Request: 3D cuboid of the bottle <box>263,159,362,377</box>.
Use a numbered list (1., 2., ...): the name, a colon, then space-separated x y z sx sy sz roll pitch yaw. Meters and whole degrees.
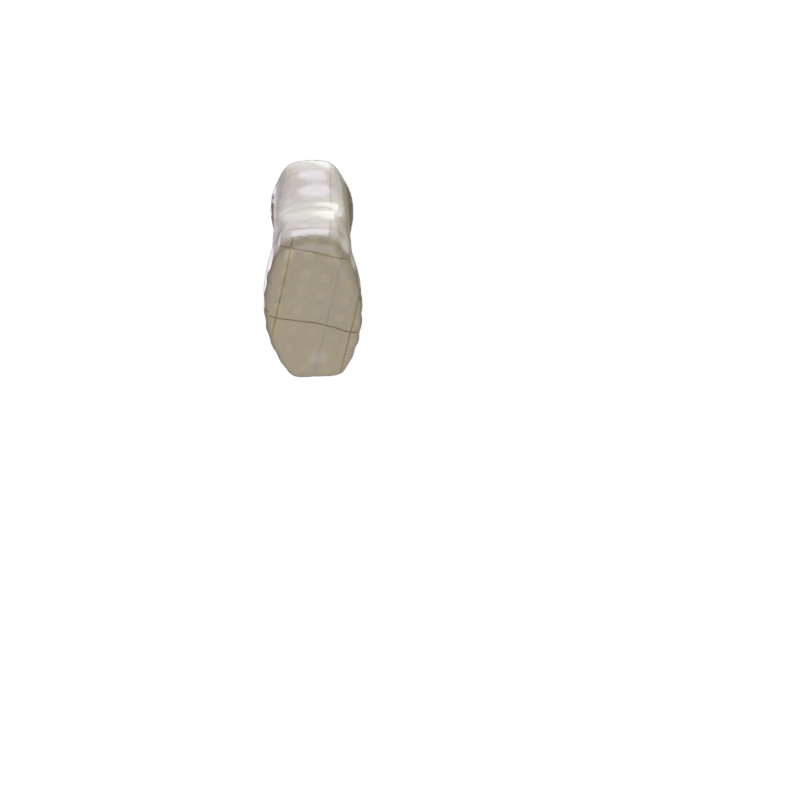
1. bottle: -0.057 -0.103 0.723 0.058 0.090 0.204 -5 31 -1
